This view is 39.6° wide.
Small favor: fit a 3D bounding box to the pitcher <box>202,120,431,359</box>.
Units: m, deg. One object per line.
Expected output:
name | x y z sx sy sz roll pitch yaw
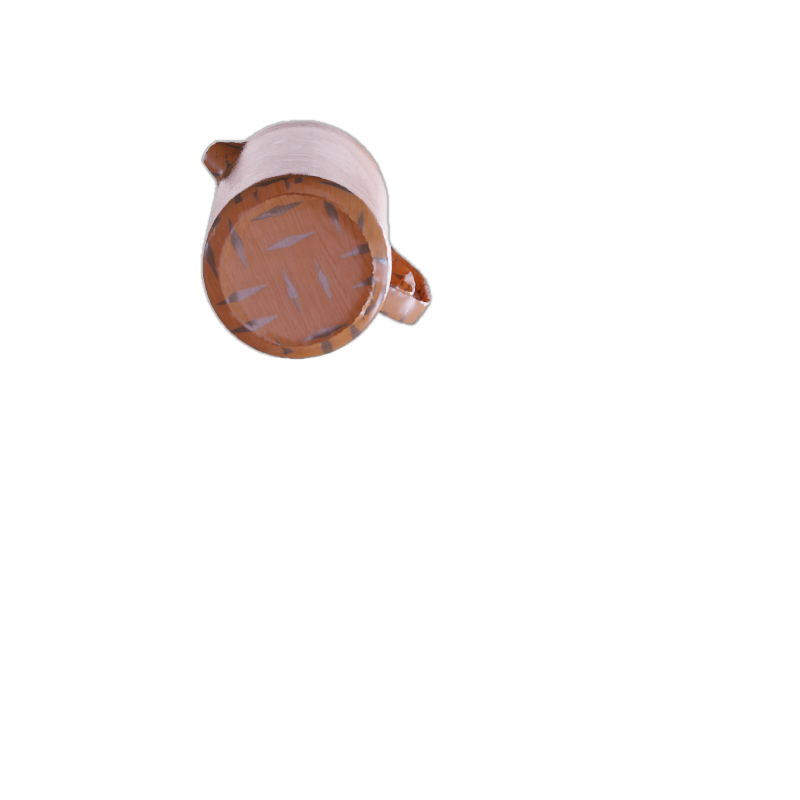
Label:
pitcher | -0.058 -0.105 0.738 0.149 0.140 0.252 -10 17 0
